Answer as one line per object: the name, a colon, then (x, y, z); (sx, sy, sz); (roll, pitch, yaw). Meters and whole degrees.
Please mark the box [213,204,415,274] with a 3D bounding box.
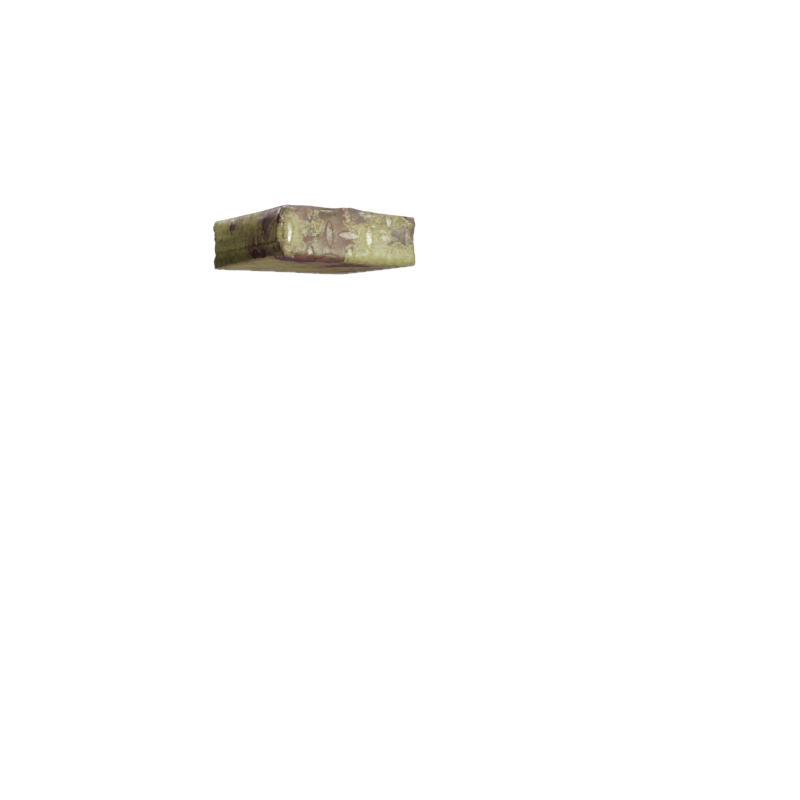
box: (-0.048, -0.087, 0.612); (0.086, 0.030, 0.075); (0, 0, -35)
